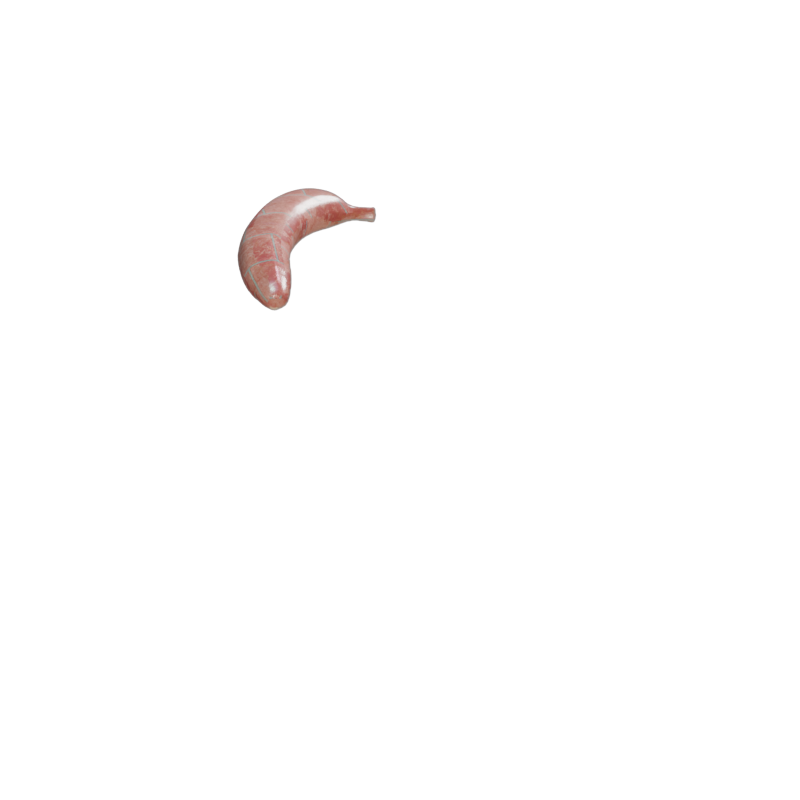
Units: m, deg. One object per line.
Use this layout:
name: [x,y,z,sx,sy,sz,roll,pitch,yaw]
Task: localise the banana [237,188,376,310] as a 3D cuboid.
banana: [-0.079,-0.120,0.813,0.072,0.035,0.203,9,30,16]
